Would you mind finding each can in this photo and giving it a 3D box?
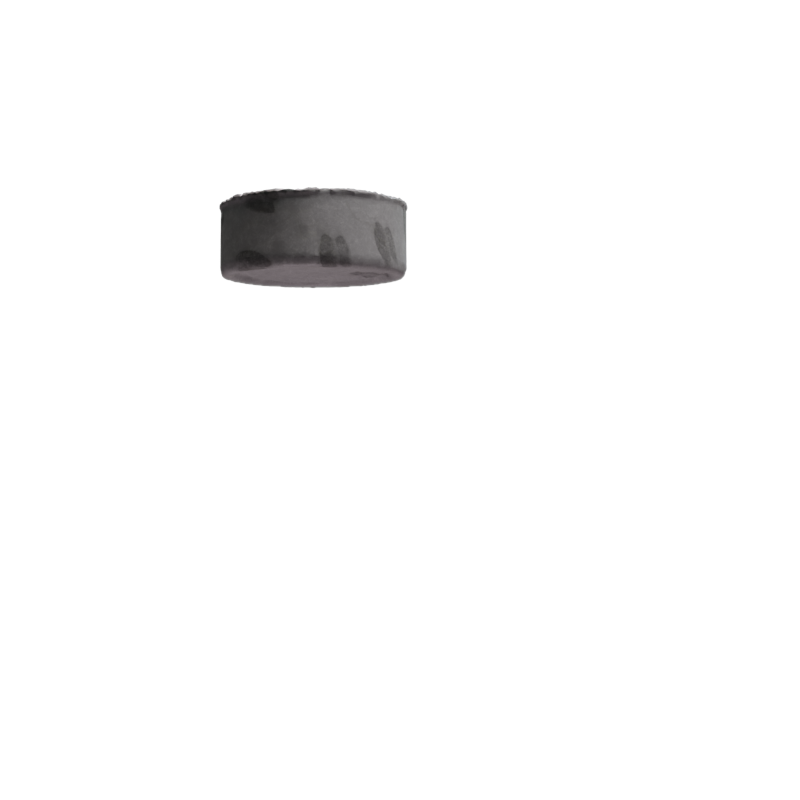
[{"bbox_3d":[-0.039,-0.072,0.504,0.086,0.034,0.085,0,-2,-2],"label":"can"}]
